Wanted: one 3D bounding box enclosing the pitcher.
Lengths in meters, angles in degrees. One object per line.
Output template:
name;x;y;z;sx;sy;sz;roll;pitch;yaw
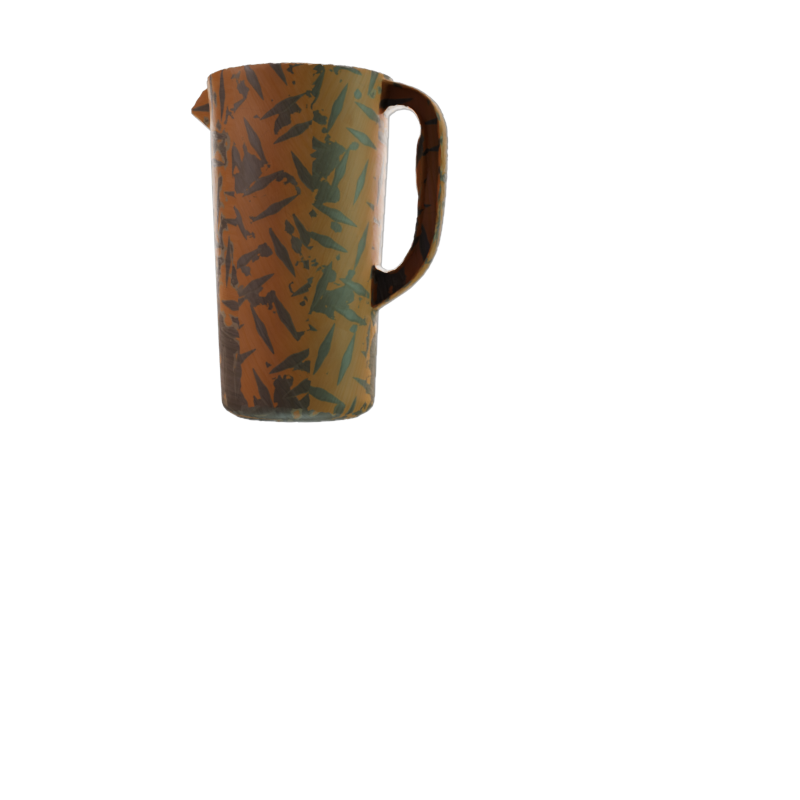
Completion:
pitcher;-0.061;-0.111;0.778;0.140;0.244;0.154;0;0;-29
